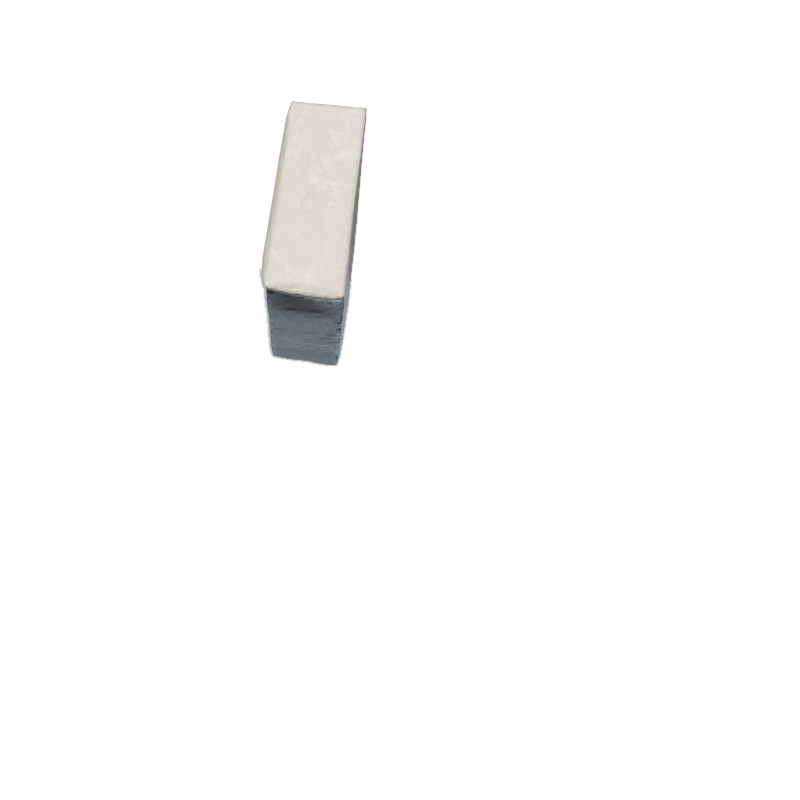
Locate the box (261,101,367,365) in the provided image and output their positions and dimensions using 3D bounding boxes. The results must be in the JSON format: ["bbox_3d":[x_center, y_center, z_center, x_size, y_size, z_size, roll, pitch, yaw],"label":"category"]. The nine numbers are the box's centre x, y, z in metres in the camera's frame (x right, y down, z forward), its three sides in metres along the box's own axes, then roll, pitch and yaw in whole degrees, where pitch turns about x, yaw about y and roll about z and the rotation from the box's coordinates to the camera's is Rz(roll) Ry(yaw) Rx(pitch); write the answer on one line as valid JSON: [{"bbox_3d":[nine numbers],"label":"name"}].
[{"bbox_3d":[-0.075,-0.137,0.961,0.072,0.171,0.206,6,-16,-2],"label":"box"}]
